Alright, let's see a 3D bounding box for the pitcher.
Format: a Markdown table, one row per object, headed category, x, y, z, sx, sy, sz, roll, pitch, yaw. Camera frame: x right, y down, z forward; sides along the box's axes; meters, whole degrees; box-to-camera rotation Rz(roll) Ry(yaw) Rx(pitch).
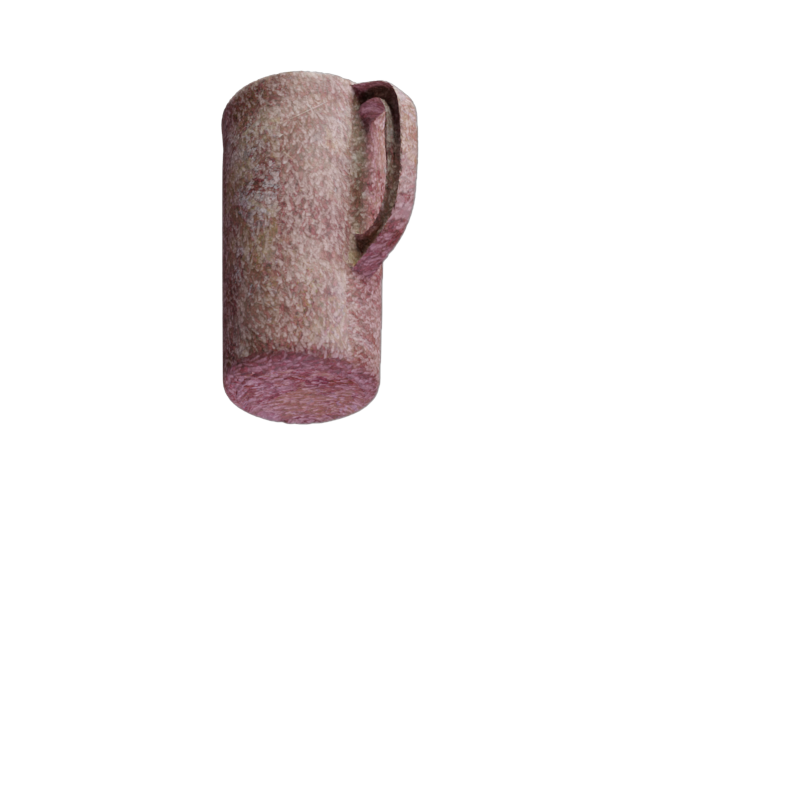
| category | x | y | z | sx | sy | sz | roll | pitch | yaw |
| --- | --- | --- | --- | --- | --- | --- | --- | --- | --- |
| pitcher | -0.063 | -0.116 | 0.809 | 0.144 | 0.259 | 0.141 | 1 | -30 | -5 |
